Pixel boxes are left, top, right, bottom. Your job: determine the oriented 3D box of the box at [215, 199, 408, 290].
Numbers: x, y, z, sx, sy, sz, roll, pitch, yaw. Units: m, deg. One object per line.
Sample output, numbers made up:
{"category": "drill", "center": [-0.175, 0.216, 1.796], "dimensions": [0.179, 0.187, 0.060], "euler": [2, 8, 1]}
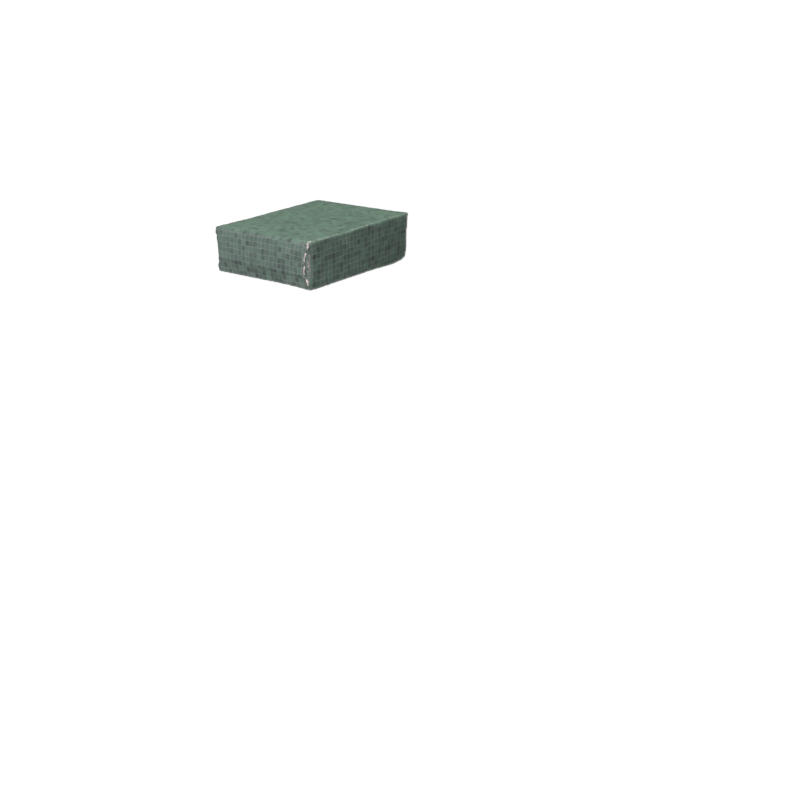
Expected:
{"category": "box", "center": [-0.062, -0.114, 0.798], "dimensions": [0.095, 0.037, 0.112], "euler": [15, 25, 37]}
